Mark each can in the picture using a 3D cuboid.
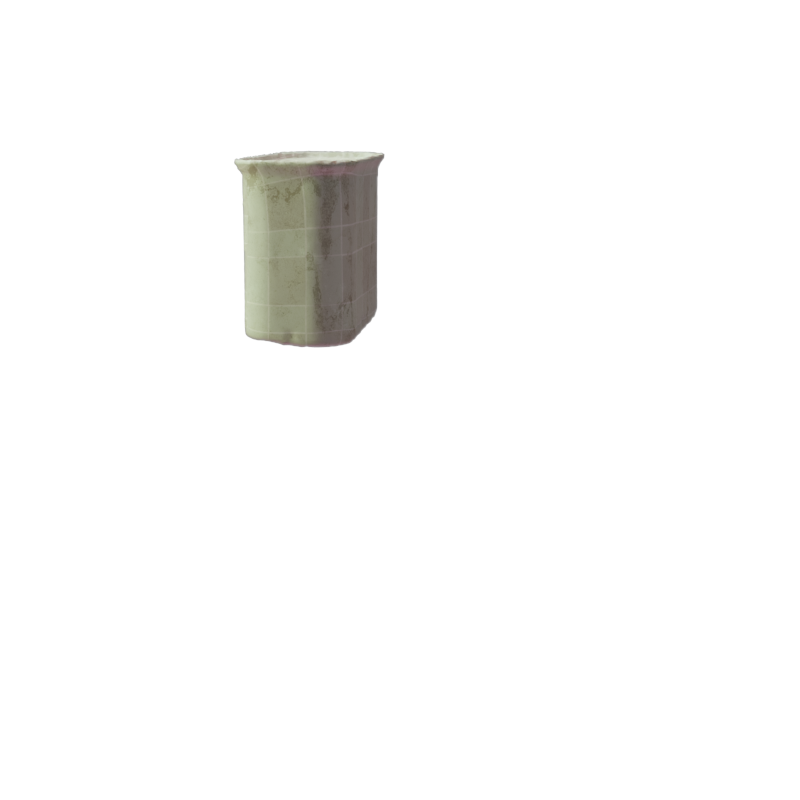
[{"bbox_3d":[-0.042,-0.076,0.534,0.058,0.082,0.103,2,12,10],"label":"can"}]
